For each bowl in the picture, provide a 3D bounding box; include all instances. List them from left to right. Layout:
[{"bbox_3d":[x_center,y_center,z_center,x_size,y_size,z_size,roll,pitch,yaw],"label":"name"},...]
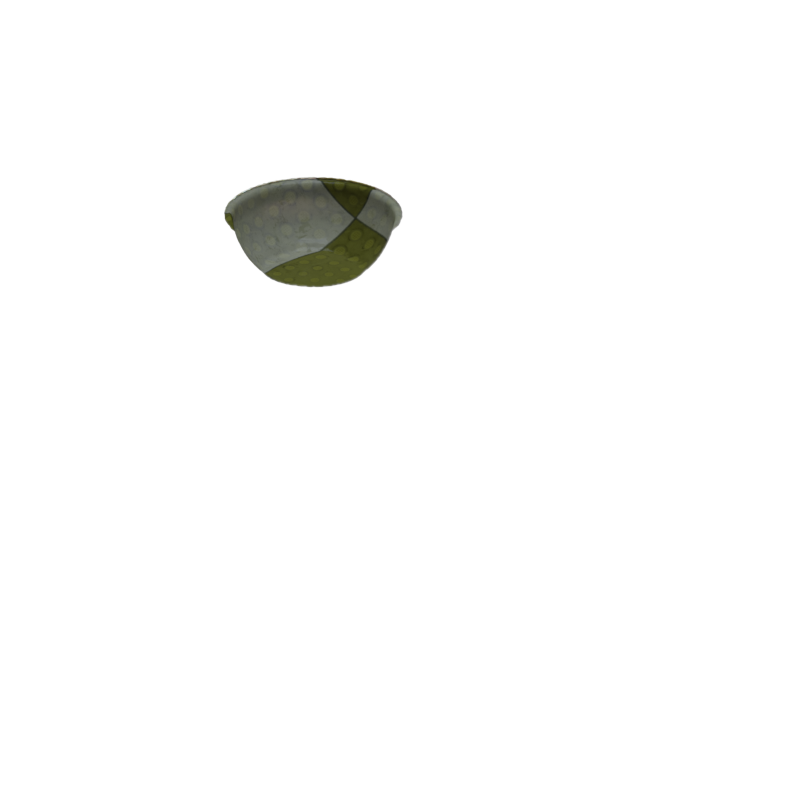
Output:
[{"bbox_3d":[-0.078,-0.142,0.998,0.162,0.058,0.155,0,-16,-2],"label":"bowl"}]
